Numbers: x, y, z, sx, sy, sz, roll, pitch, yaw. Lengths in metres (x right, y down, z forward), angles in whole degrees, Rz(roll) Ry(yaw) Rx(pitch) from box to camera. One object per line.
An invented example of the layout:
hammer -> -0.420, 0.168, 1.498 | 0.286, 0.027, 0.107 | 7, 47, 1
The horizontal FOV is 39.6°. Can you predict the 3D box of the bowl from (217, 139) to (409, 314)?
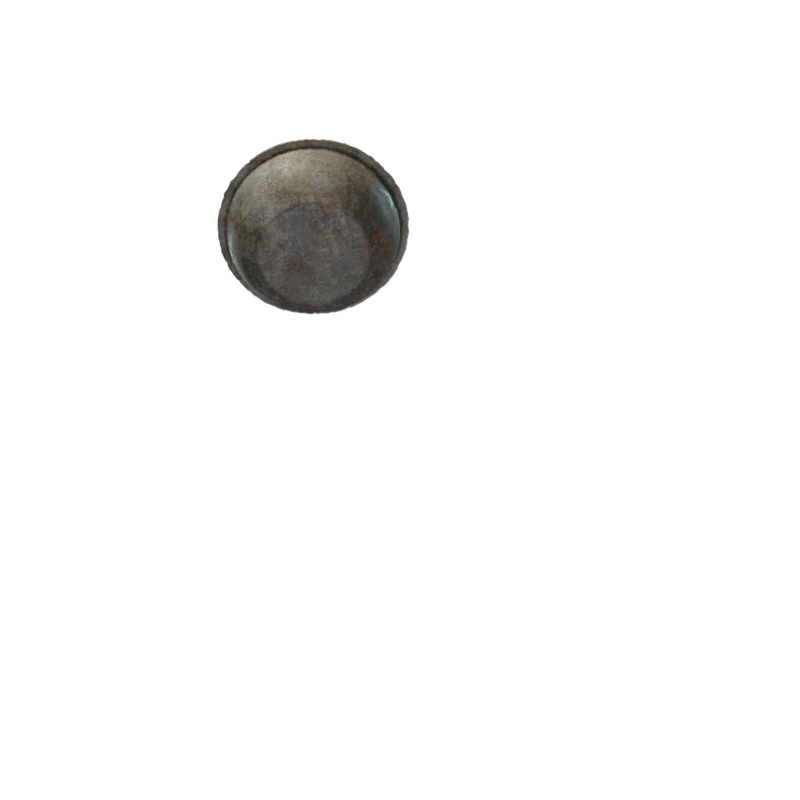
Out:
bowl -> -0.071, -0.130, 0.912 | 0.162, 0.153, 0.058 | 1, 27, -1
